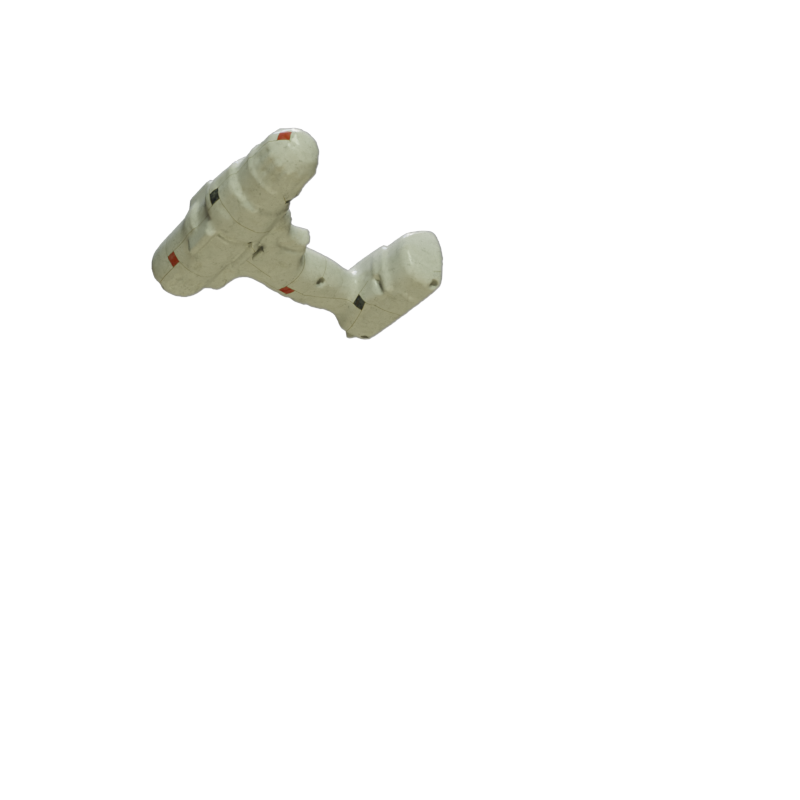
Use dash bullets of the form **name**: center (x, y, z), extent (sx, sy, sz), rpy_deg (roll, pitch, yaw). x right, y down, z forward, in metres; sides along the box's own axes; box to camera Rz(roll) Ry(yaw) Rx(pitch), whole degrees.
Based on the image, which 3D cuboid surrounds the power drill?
- **power drill**: center (-0.063, -0.115, 0.805), extent (0.178, 0.061, 0.182), rpy_deg (19, -35, -31)
